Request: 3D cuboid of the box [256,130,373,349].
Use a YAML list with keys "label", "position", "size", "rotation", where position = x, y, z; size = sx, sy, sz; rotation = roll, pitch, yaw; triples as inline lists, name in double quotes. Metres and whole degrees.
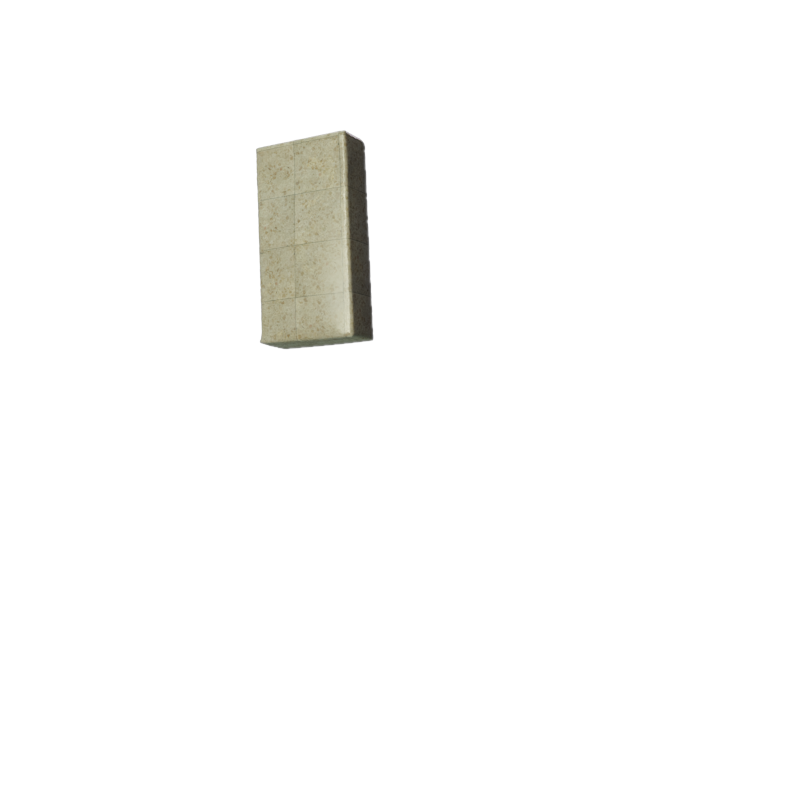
- label: "box"
  position: [-0.074, -0.136, 0.953]
  size: [0.096, 0.182, 0.045]
  rotation: [-7, -14, 28]
